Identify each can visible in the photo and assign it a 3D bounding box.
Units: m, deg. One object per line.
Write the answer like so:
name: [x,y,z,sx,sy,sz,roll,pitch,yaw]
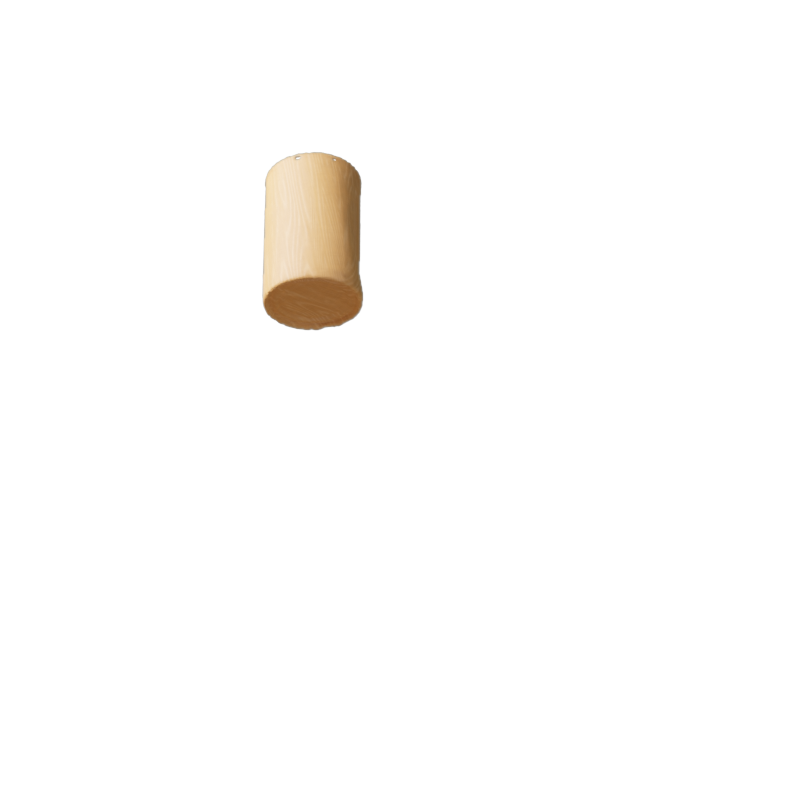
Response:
can: [-0.059,-0.107,0.749,0.068,0.109,0.064,-1,-32,-2]
